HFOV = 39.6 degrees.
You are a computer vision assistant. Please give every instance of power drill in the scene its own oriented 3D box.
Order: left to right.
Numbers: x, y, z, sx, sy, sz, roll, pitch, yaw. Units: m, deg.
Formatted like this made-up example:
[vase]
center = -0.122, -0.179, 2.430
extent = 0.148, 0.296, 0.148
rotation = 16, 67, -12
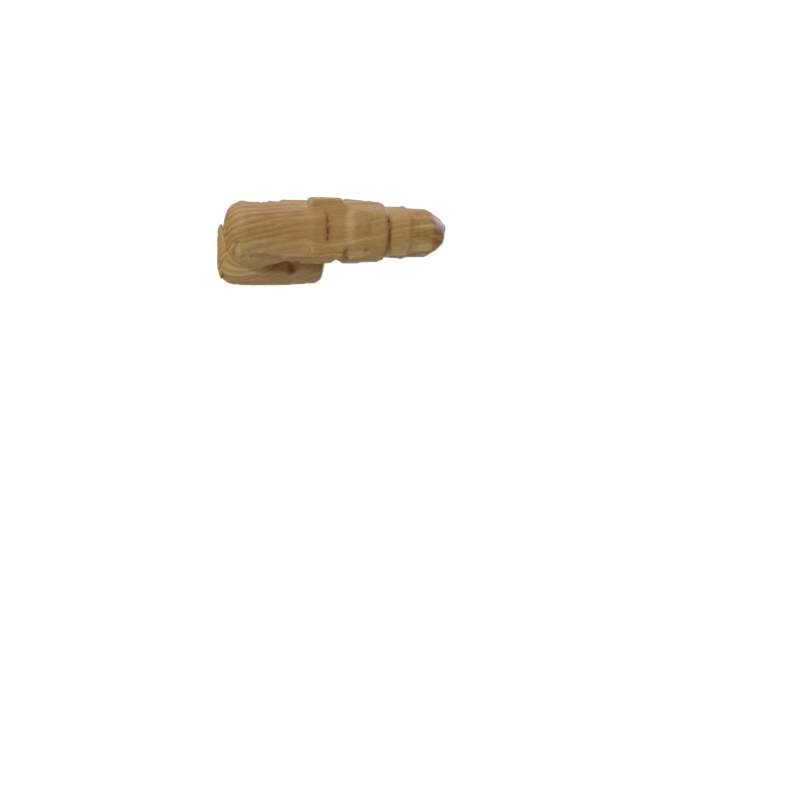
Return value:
[power drill]
center = -0.075, -0.137, 0.961
extent = 0.180, 0.058, 0.189
rotation = 1, -3, -19
